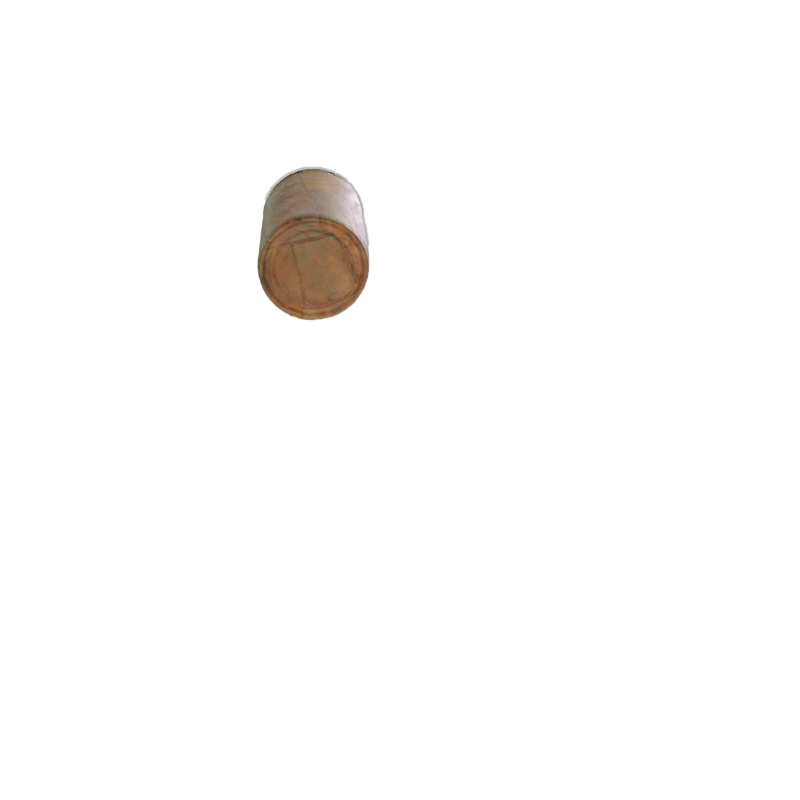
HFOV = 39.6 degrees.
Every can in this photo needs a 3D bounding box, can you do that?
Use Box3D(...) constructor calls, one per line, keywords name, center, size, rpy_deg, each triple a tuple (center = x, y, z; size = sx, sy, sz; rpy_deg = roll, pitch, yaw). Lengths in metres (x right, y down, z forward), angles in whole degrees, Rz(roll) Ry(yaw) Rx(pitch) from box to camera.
Box3D(name="can", center=(-0.055, -0.100, 0.698), size=(0.068, 0.065, 0.108), rpy_deg=(0, 25, -3))
